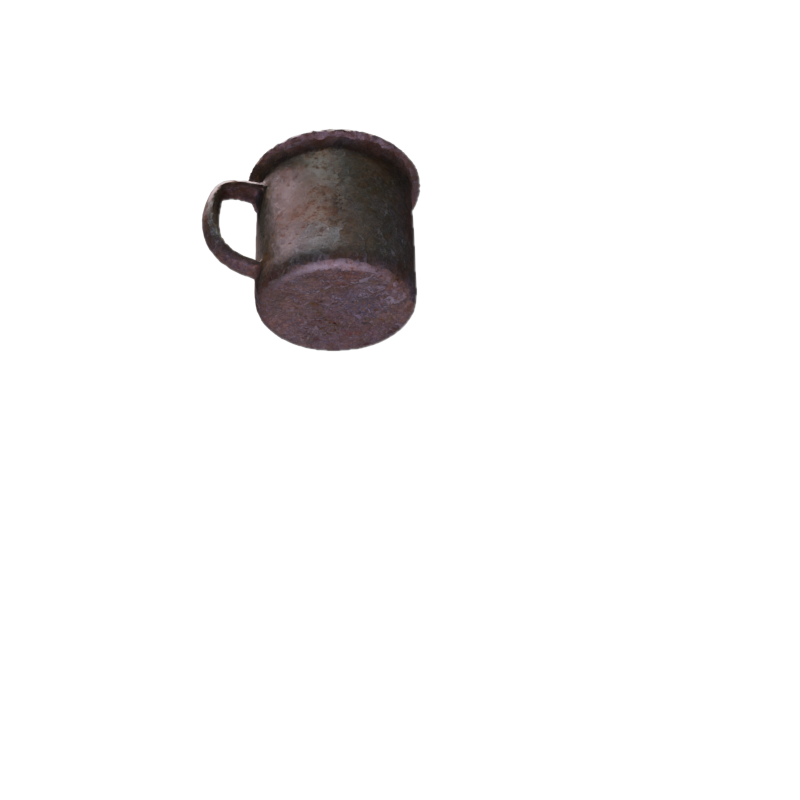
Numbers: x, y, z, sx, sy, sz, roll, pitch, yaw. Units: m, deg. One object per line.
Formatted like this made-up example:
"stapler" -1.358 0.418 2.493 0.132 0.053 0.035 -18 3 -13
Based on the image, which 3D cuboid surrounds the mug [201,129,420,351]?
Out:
"mug" -0.045 -0.082 0.571 0.113 0.087 0.090 12 -37 -19
